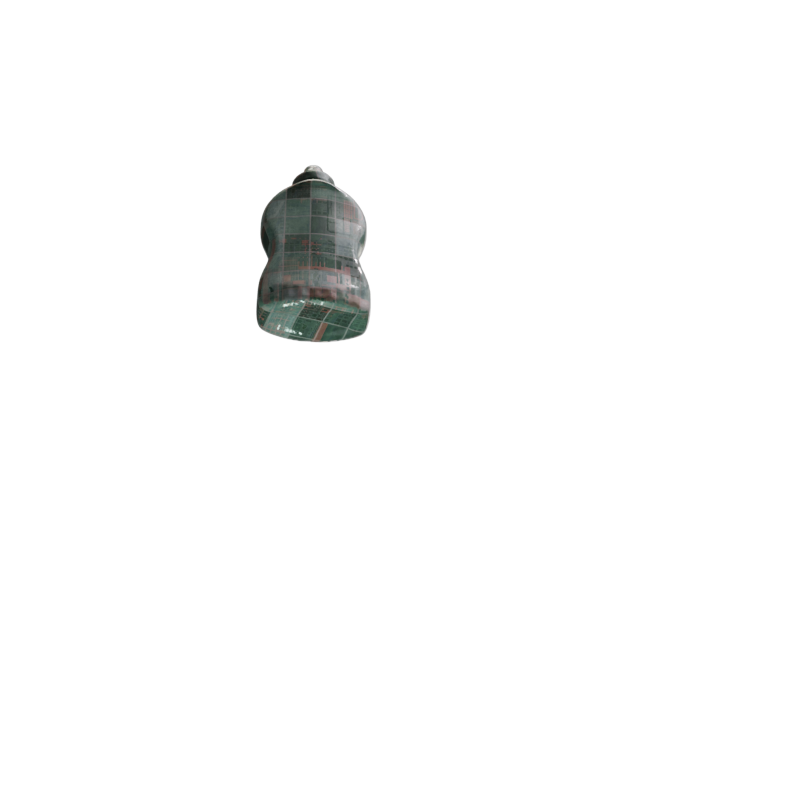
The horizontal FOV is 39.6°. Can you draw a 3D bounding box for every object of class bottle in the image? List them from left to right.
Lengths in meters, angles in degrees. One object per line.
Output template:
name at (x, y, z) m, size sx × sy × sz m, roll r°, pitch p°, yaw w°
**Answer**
bottle at (-0.078, -0.141, 0.993) m, size 0.096 × 0.206 × 0.054 m, roll 0°, pitch -41°, yaw -4°
